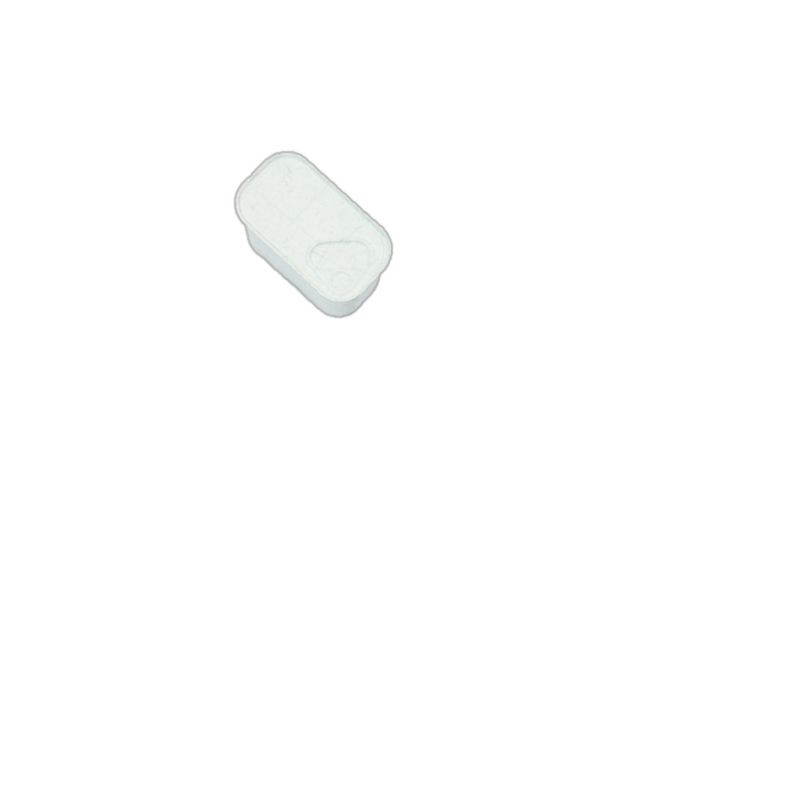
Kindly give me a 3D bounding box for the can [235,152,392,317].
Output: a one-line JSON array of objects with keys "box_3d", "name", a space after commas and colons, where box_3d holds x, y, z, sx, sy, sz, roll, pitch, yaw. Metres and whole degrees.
[{"box_3d": [-0.057, -0.104, 0.726, 0.104, 0.058, 0.082, 43, -8, 6], "name": "can"}]
